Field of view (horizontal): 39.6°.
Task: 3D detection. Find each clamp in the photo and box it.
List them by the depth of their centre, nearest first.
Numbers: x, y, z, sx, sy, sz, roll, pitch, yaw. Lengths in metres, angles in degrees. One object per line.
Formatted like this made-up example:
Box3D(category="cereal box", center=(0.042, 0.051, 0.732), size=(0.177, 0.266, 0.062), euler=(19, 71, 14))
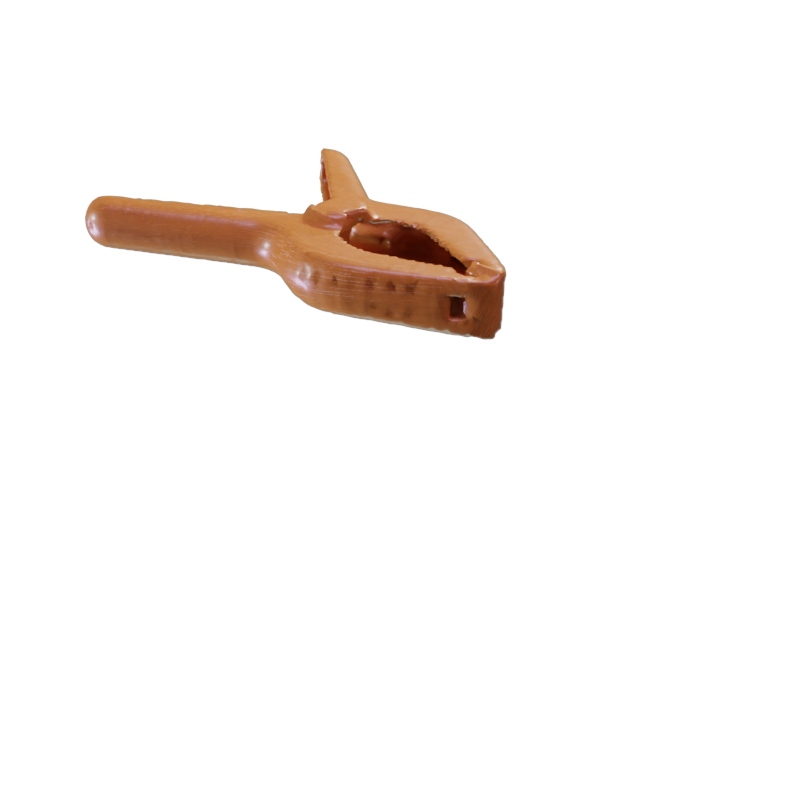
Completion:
Box3D(category="clamp", center=(-0.041, -0.075, 0.525), size=(0.162, 0.034, 0.225), euler=(-18, 33, -31))
